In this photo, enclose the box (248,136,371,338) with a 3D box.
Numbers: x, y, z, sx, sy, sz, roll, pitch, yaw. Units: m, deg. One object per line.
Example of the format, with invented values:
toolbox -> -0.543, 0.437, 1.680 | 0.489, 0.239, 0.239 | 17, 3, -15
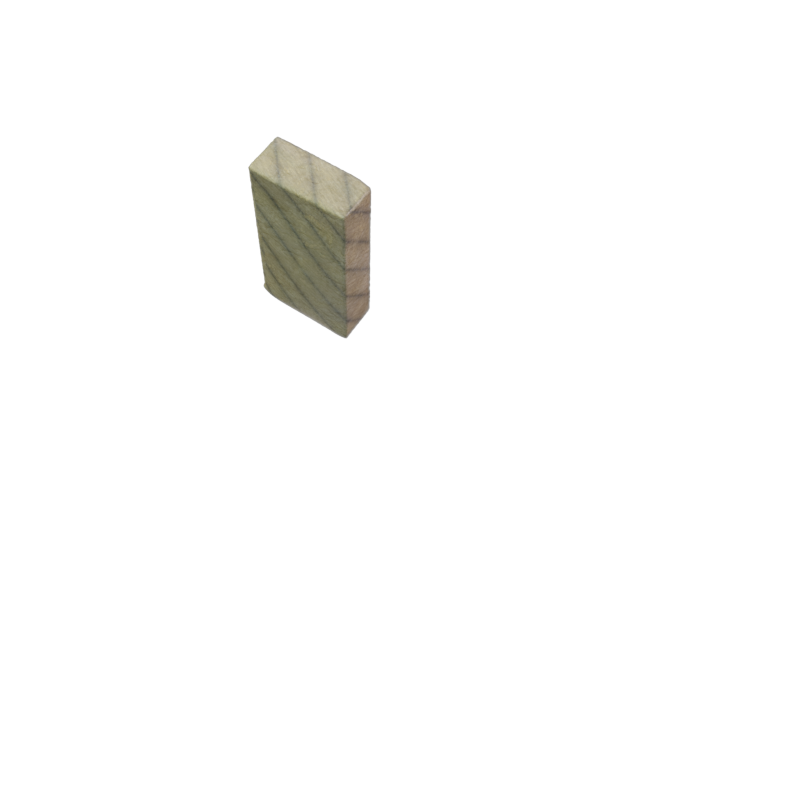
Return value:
box -> -0.071, -0.131, 0.914 | 0.097, 0.049, 0.165 | 32, -28, 16
